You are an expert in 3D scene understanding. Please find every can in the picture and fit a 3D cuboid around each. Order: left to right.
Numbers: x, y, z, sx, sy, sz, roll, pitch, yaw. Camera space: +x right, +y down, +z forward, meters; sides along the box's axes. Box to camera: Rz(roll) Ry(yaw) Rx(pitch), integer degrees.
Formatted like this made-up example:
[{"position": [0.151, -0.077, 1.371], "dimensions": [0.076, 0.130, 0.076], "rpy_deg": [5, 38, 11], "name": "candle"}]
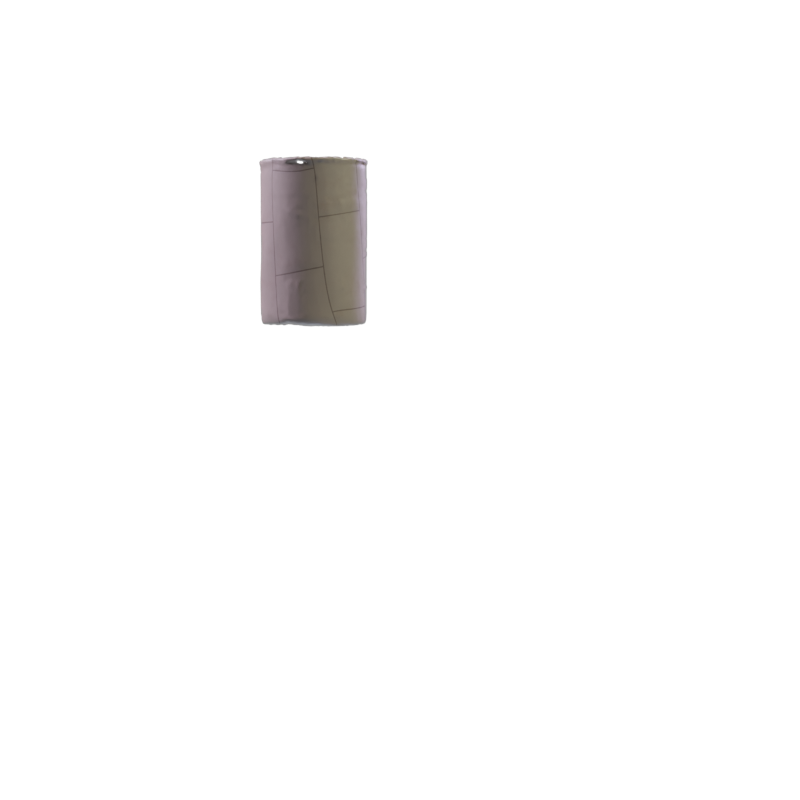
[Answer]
[{"position": [-0.054, -0.099, 0.693], "dimensions": [0.068, 0.102, 0.069], "rpy_deg": [0, 2, -2], "name": "can"}]
